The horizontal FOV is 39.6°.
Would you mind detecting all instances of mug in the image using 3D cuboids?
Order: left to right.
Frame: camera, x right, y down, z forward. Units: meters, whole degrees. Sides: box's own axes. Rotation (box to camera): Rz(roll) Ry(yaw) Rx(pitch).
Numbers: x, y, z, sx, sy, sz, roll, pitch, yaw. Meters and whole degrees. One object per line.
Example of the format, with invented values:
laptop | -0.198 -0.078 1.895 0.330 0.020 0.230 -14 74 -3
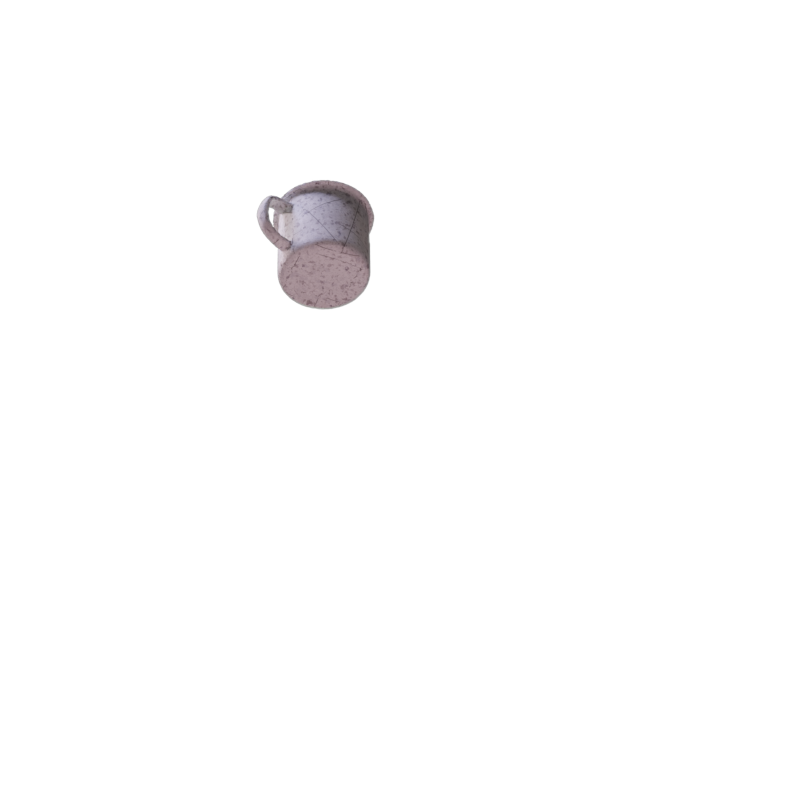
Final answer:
mug | -0.077 -0.141 0.986 0.111 0.087 0.092 31 -53 -29
